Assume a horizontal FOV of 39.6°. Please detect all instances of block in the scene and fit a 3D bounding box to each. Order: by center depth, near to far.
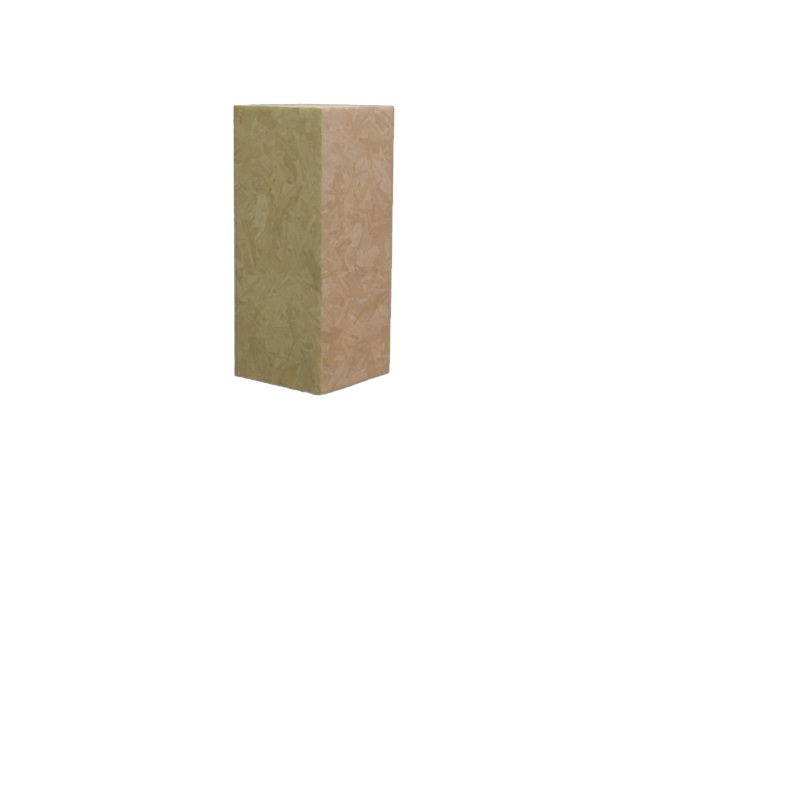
[{"bbox_3d":[-0.065,-0.120,0.839,0.095,0.202,0.088,8,12,37],"label":"block"}]
